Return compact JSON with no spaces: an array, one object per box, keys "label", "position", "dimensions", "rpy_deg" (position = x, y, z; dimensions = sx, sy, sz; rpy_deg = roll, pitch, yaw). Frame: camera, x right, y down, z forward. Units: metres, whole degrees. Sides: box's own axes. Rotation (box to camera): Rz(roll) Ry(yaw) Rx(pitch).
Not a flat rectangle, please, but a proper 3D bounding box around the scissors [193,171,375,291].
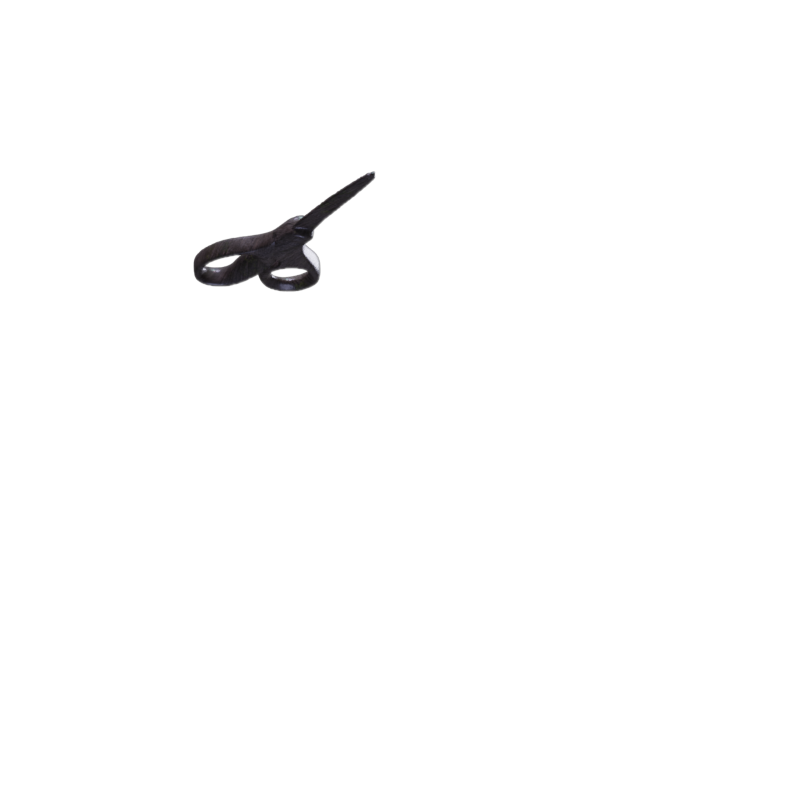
[{"label":"scissors","position":[-0.057,-0.104,0.725],"dimensions":[0.205,0.016,0.091],"rpy_deg":[-14,-20,43]}]
